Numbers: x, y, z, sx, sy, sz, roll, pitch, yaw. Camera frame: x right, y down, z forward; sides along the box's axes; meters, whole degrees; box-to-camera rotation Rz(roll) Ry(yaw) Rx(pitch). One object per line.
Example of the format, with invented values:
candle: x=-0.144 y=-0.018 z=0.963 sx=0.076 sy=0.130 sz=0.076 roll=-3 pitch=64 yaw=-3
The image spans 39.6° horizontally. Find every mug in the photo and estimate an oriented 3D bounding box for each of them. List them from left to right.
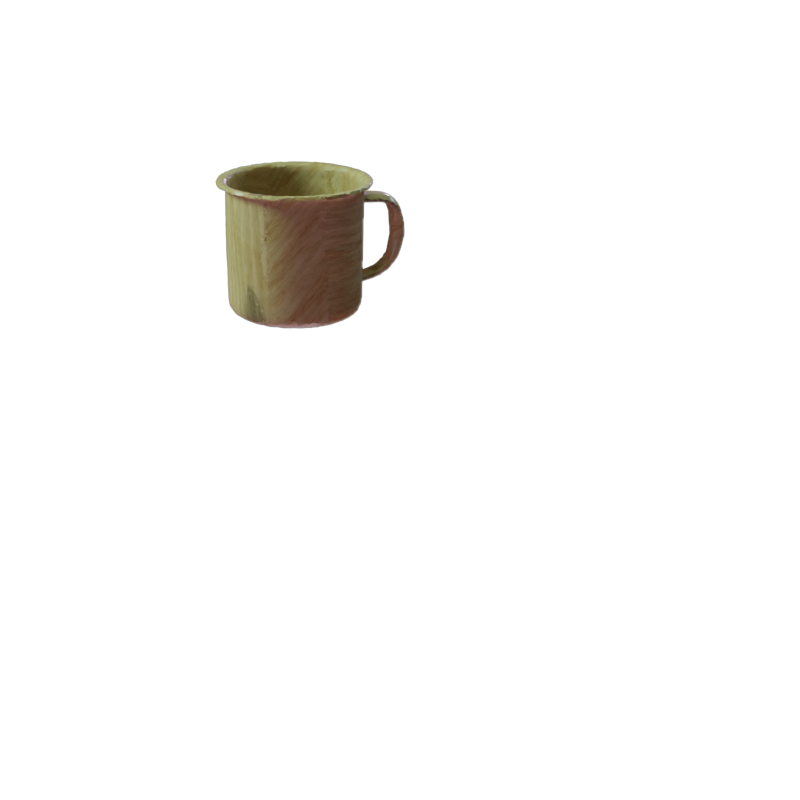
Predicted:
mug: x=-0.052 y=-0.095 z=0.669 sx=0.115 sy=0.078 sz=0.099 roll=-9 pitch=23 yaw=-23
